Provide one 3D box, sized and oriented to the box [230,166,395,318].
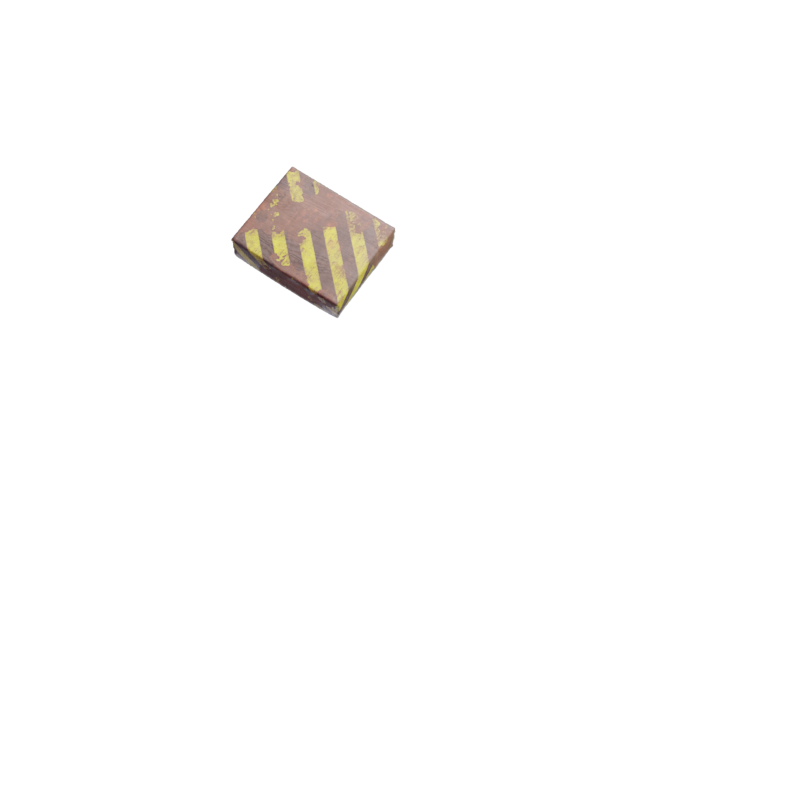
[{"bbox_3d":[-0.075,-0.137,0.959,0.117,0.092,0.037,32,-20,13],"label":"box"}]
